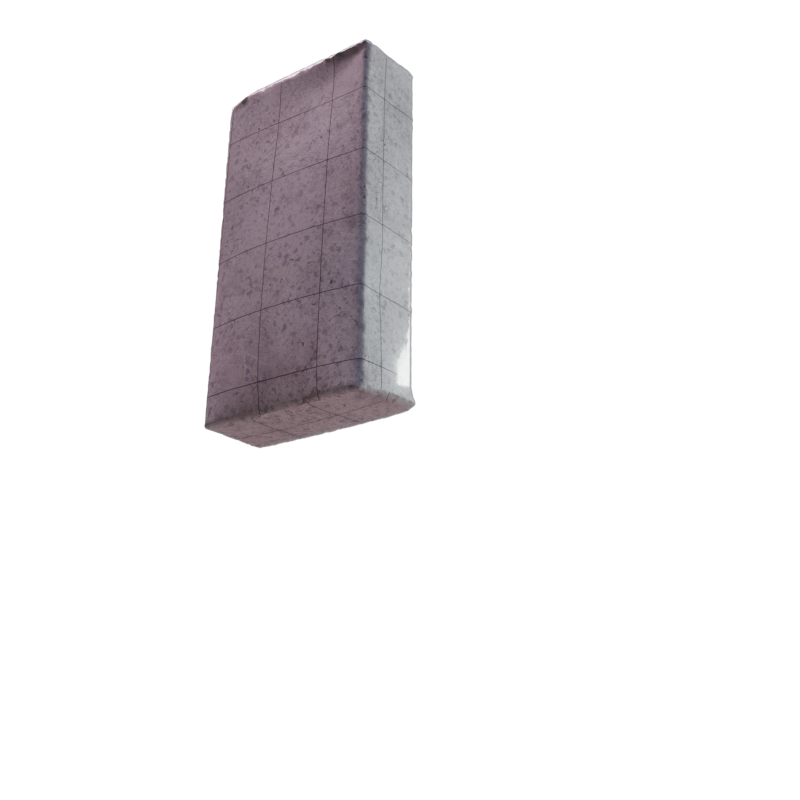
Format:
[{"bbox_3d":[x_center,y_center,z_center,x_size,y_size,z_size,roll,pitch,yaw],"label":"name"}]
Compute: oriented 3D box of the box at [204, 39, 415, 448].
[{"bbox_3d":[-0.041,-0.074,0.520,0.094,0.186,0.045,-18,-29,34],"label":"box"}]
